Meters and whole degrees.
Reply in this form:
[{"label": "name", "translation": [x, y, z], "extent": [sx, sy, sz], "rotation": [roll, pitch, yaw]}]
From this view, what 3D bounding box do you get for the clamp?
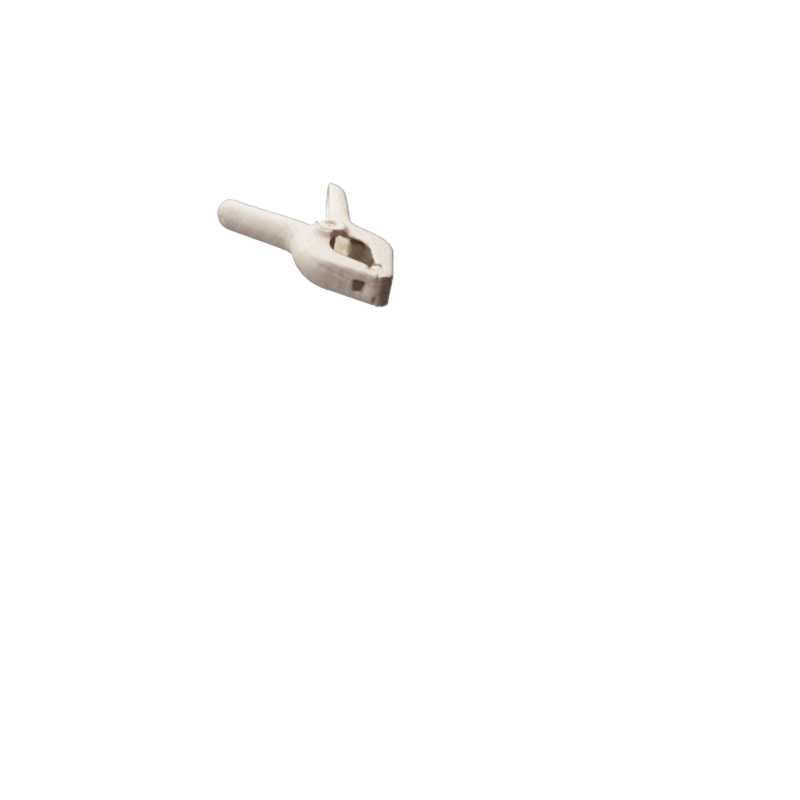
[{"label": "clamp", "translation": [-0.069, -0.127, 0.887], "extent": [0.118, 0.037, 0.185], "rotation": [-14, 36, -21]}]
